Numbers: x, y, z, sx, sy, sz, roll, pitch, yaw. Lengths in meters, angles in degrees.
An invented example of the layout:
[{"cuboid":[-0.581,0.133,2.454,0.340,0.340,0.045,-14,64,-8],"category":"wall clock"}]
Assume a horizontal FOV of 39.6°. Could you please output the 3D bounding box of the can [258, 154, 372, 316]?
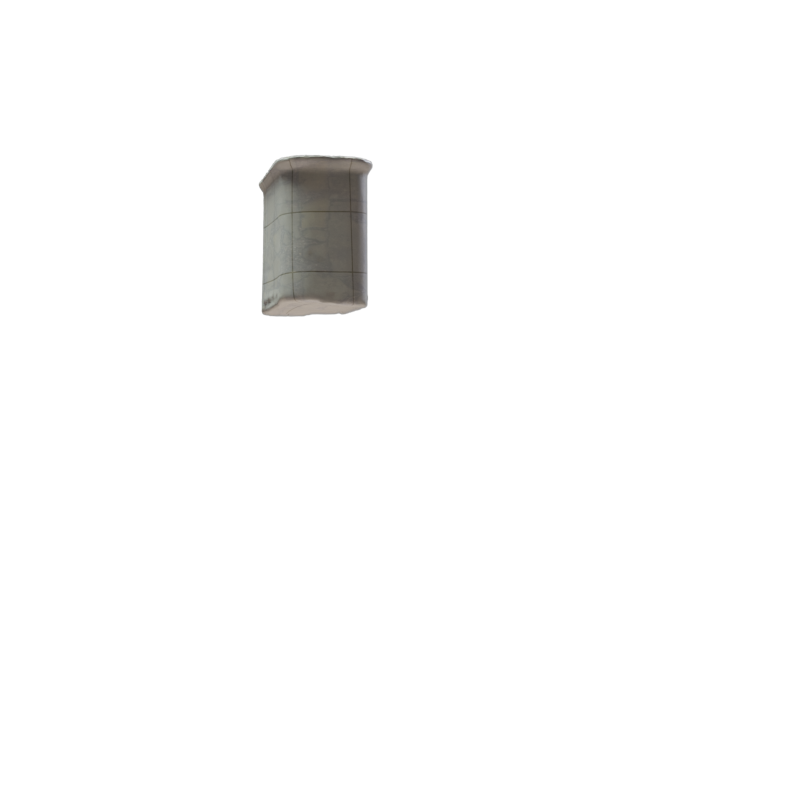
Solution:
[{"cuboid":[-0.052,-0.095,0.663,0.056,0.085,0.102,1,-3,-14],"category":"can"}]
